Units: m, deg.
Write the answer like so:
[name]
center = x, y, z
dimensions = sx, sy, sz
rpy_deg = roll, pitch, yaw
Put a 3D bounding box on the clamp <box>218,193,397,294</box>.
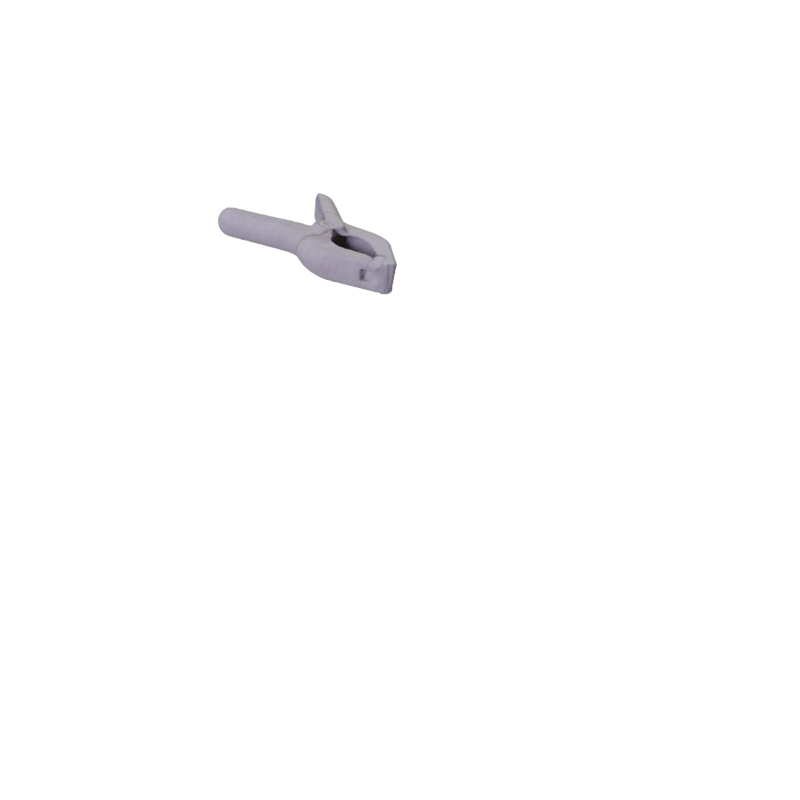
[clamp]
center = -0.073, -0.134, 0.937
dimensions = 0.118, 0.037, 0.184
rpy_deg = -16, 33, -27
